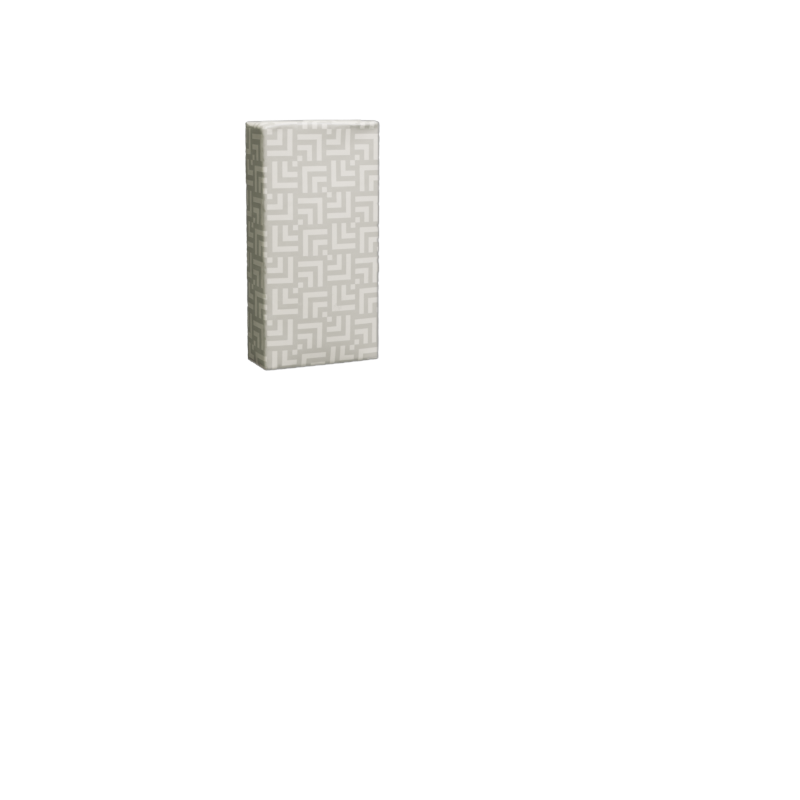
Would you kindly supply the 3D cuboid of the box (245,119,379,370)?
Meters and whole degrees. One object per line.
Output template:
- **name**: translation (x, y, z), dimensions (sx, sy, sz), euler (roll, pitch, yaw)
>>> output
- **box**: translation (-0.063, -0.115, 0.806), dimensions (0.091, 0.172, 0.050), euler (-5, 12, -24)
